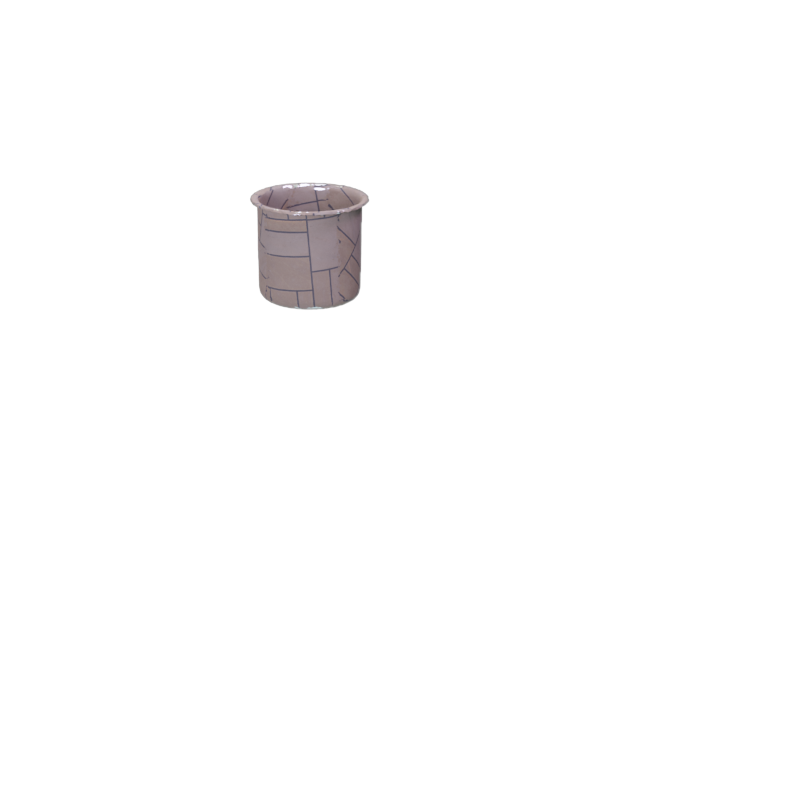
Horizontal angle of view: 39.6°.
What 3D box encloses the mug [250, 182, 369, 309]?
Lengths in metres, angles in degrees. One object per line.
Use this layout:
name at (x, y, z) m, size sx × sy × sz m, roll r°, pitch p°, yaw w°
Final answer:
mug at (-0.070, -0.127, 0.890) m, size 0.095 × 0.078 × 0.121 m, roll 5°, pitch 23°, yaw 10°
